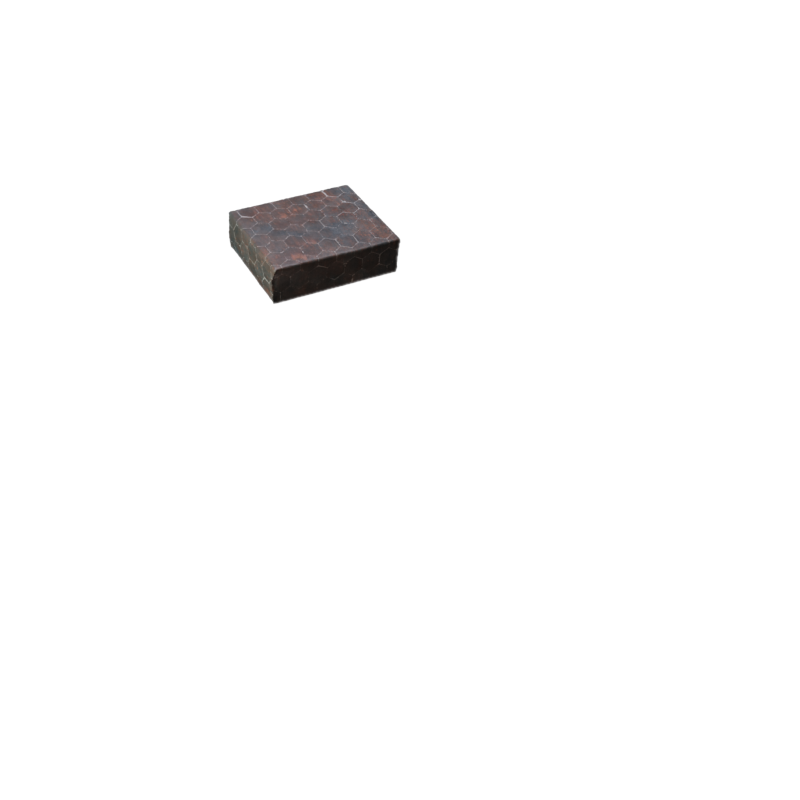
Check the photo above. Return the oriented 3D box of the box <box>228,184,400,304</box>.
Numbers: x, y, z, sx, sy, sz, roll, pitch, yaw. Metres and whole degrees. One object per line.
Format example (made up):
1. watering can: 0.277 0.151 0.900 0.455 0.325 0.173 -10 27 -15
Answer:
1. box: -0.070 -0.128 0.893 0.112 0.036 0.097 -19 43 -22
